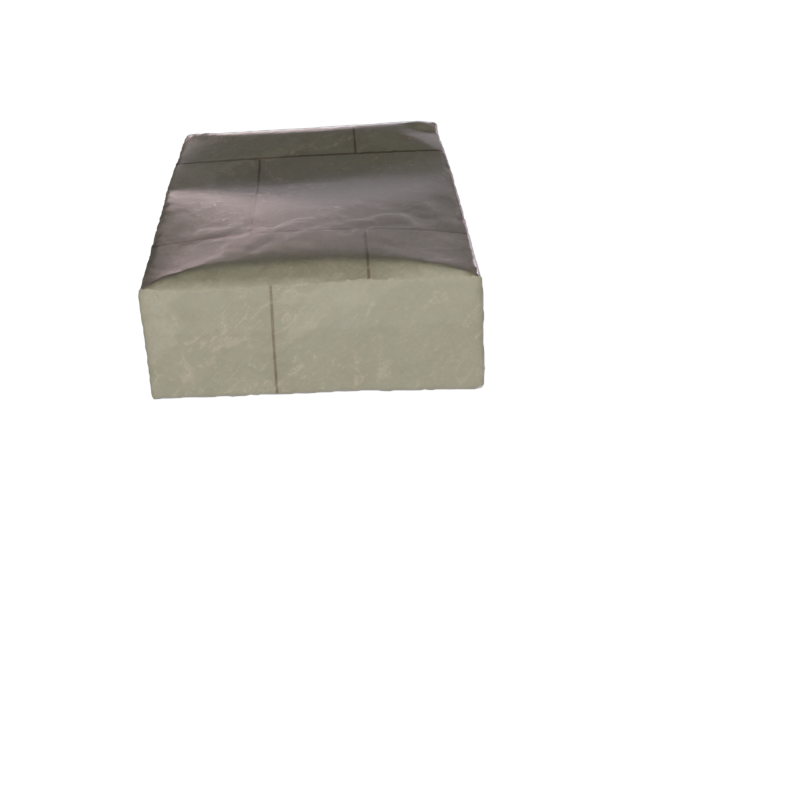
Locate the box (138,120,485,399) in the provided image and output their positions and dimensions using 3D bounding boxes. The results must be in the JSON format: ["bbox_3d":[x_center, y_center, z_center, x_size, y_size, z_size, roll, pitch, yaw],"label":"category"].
[{"bbox_3d":[-0.048,-0.088,0.617,0.164,0.067,0.227,-3,32,-1],"label":"box"}]
